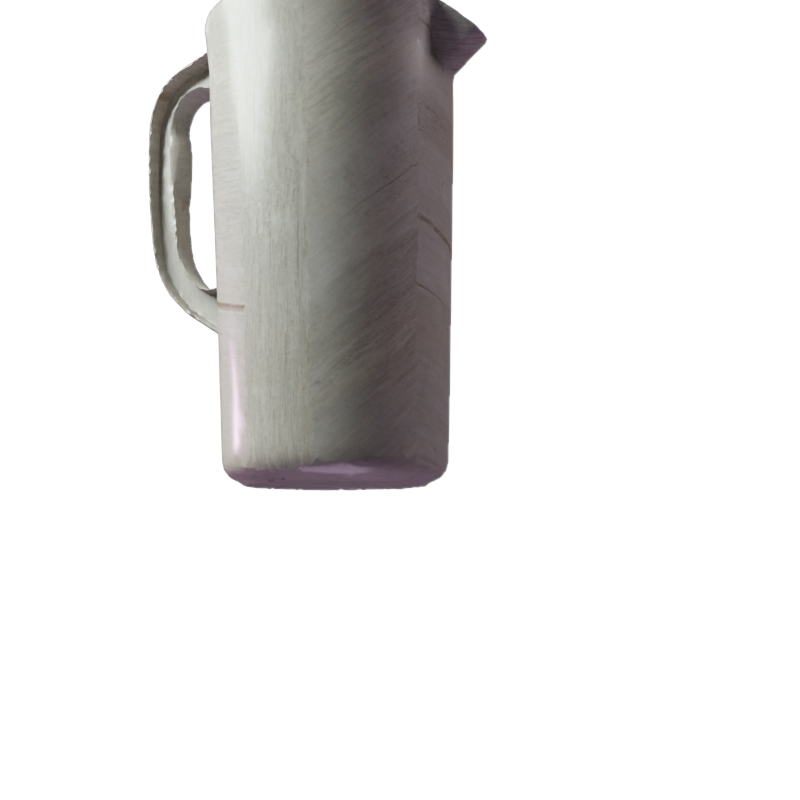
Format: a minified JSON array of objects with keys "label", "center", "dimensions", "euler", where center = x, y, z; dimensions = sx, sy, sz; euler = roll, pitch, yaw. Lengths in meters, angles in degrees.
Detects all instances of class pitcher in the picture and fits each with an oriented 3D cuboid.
[{"label":"pitcher","center":[-0.044,-0.080,0.562],"dimensions":[0.140,0.251,0.149],"euler":[5,-14,-24]}]
